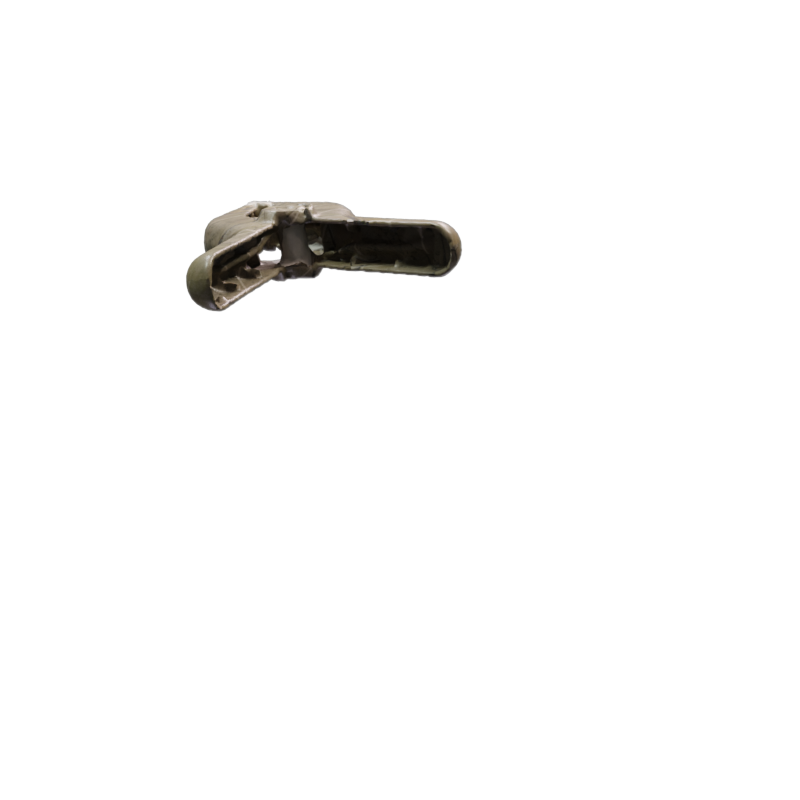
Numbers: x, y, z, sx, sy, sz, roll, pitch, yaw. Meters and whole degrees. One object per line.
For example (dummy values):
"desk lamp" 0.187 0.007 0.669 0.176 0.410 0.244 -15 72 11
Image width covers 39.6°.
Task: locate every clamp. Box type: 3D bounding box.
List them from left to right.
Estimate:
"clamp" -0.042 -0.077 0.540 0.119 0.038 0.179 -2 18 -8
